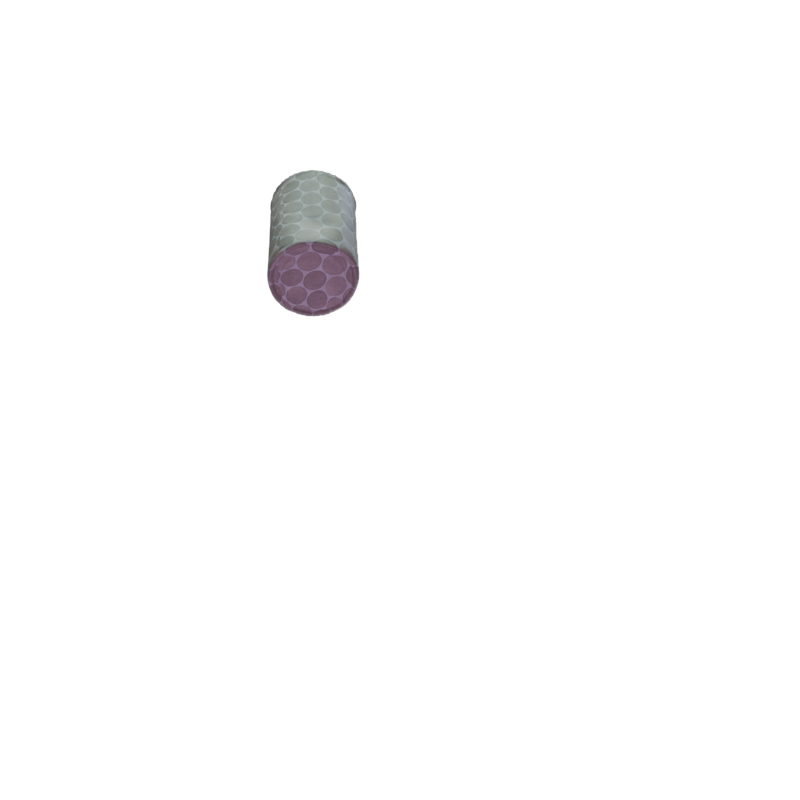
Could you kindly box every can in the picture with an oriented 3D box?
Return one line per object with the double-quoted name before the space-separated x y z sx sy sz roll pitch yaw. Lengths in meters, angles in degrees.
"can" -0.065 -0.119 0.836 0.068 0.064 0.109 -1 38 -3
